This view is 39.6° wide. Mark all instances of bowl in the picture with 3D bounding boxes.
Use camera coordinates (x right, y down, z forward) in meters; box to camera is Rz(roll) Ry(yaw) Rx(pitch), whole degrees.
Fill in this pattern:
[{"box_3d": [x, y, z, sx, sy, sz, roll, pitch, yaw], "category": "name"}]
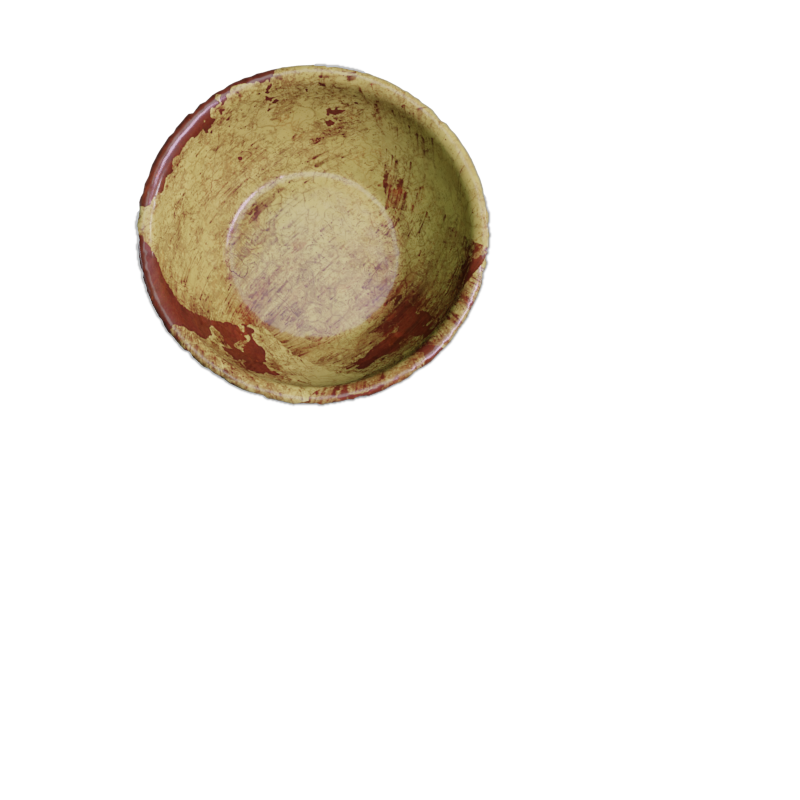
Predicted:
[{"box_3d": [-0.042, -0.076, 0.531, 0.162, 0.168, 0.053, 0, -13, -1], "category": "bowl"}]
